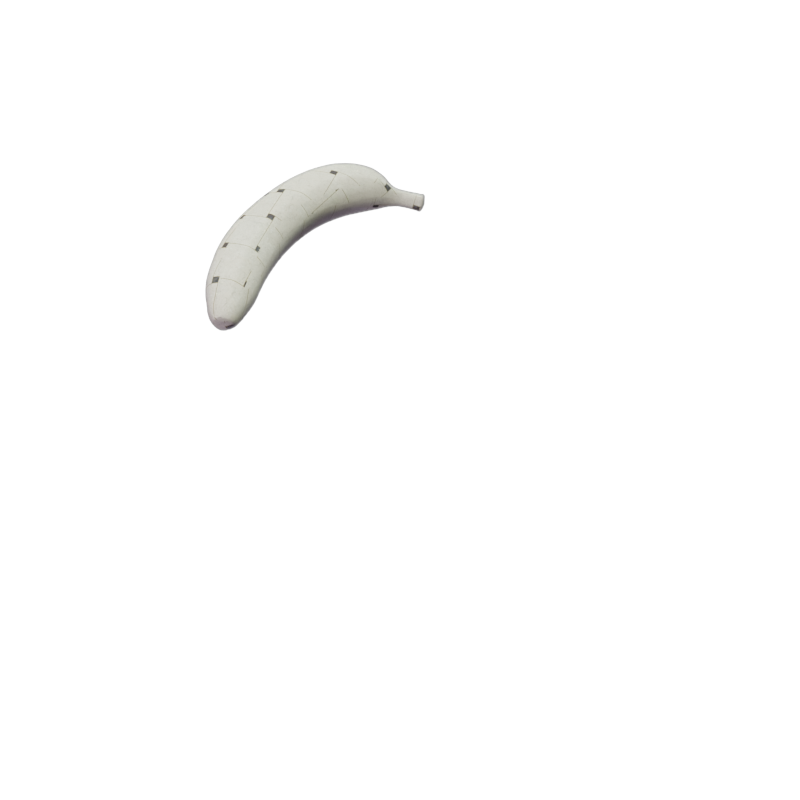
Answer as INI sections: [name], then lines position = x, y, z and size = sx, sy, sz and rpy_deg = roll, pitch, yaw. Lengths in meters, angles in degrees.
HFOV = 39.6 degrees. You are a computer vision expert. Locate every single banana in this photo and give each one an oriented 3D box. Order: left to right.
[banana]
position = -0.068, -0.112, 0.723
size = 0.074, 0.034, 0.199
rpy_deg = 28, 48, 28
